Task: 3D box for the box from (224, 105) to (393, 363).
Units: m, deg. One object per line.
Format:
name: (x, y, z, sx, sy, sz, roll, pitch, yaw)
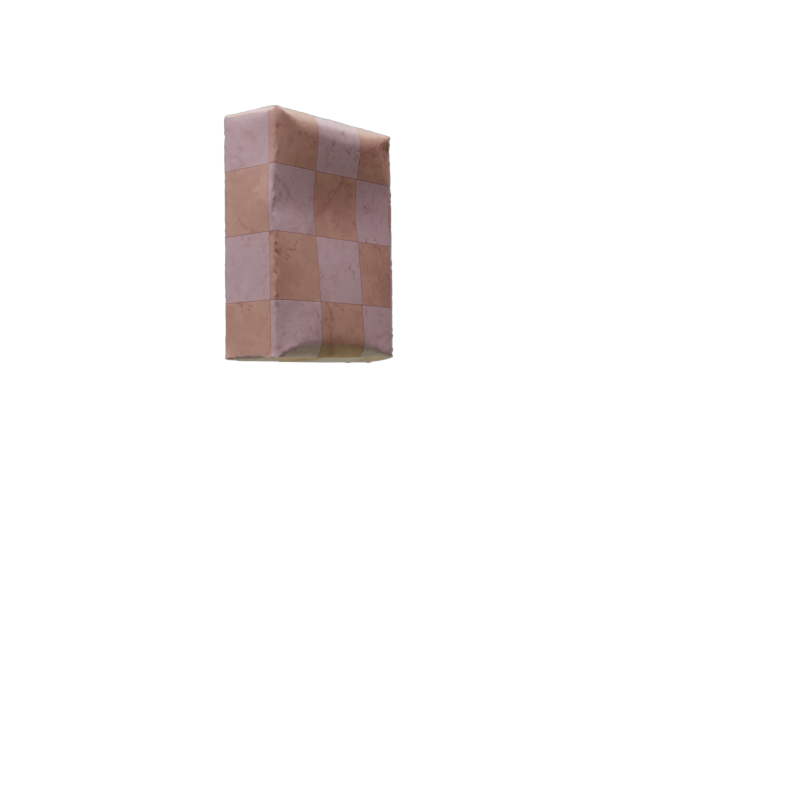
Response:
box: (-0.077, -0.141, 0.988, 0.074, 0.217, 0.157, -5, -7, 38)
